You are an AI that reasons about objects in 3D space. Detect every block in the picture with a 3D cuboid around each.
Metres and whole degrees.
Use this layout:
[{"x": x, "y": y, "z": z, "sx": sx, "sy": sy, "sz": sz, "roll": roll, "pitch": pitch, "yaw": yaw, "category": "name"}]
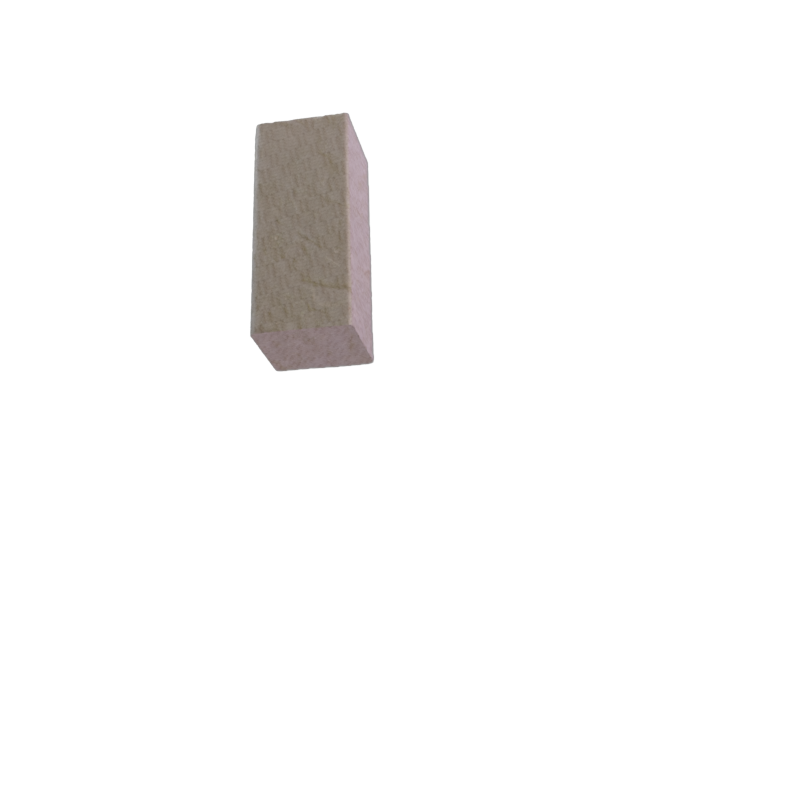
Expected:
[{"x": -0.078, "y": -0.140, "z": 0.983, "sx": 0.091, "sy": 0.218, "sz": 0.085, "roll": -6, "pitch": -26, "yaw": 10, "category": "block"}]
